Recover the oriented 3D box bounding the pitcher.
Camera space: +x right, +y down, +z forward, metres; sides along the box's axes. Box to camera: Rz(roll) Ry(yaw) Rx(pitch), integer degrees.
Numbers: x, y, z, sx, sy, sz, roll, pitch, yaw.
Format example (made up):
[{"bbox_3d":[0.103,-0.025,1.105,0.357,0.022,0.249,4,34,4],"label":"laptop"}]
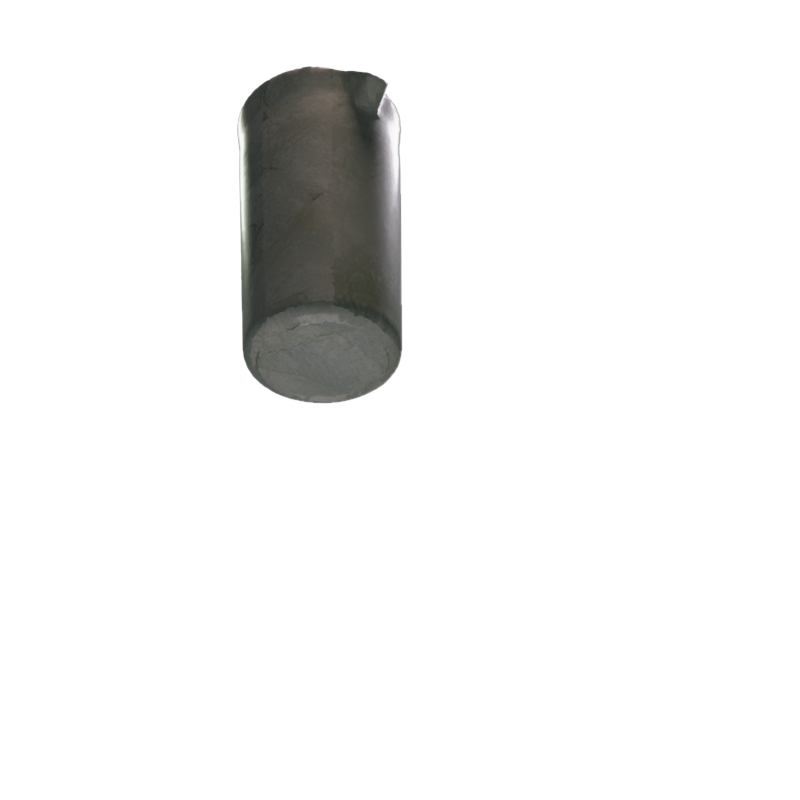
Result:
[{"bbox_3d":[-0.065,-0.118,0.829,0.146,0.261,0.138,-7,-39,5],"label":"pitcher"}]
